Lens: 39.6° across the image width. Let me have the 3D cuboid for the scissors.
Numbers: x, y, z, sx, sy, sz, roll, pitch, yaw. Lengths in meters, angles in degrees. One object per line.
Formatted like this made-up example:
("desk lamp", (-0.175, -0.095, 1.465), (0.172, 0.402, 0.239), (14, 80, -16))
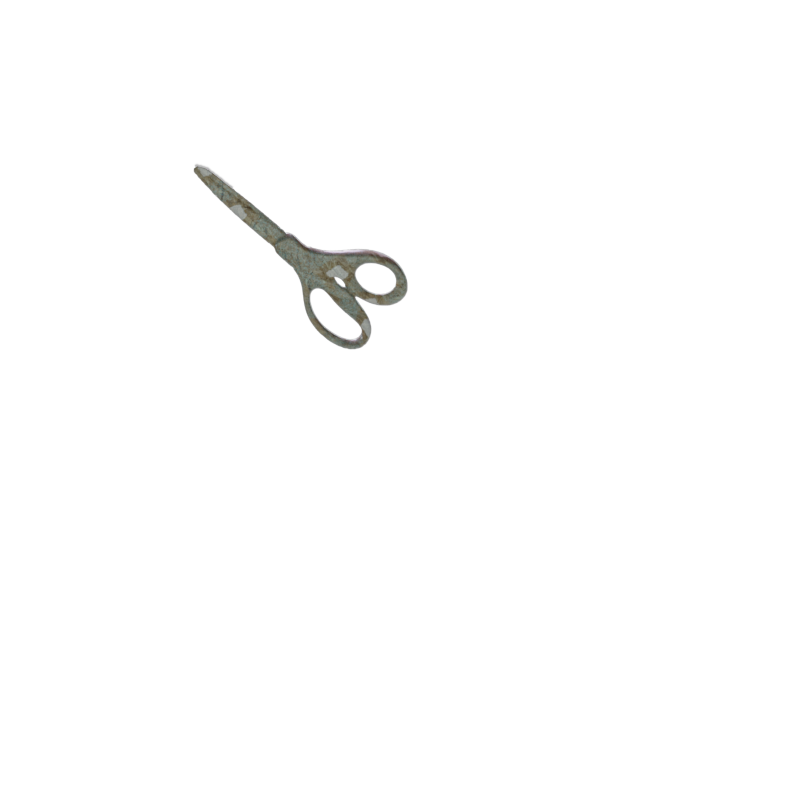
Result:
("scissors", (-0.069, -0.125, 0.878), (0.096, 0.191, 0.017), (-28, 23, 13))
